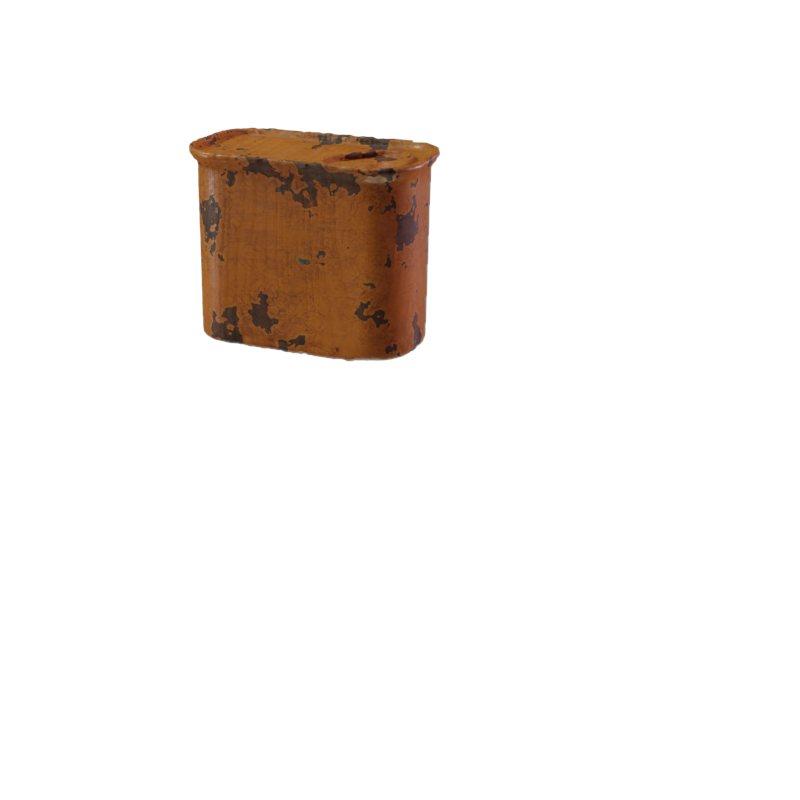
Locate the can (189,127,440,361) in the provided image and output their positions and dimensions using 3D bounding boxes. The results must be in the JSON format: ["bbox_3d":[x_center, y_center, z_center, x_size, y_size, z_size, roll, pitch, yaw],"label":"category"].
[{"bbox_3d":[-0.037,-0.067,0.472,0.105,0.080,0.058,9,21,20],"label":"can"}]
